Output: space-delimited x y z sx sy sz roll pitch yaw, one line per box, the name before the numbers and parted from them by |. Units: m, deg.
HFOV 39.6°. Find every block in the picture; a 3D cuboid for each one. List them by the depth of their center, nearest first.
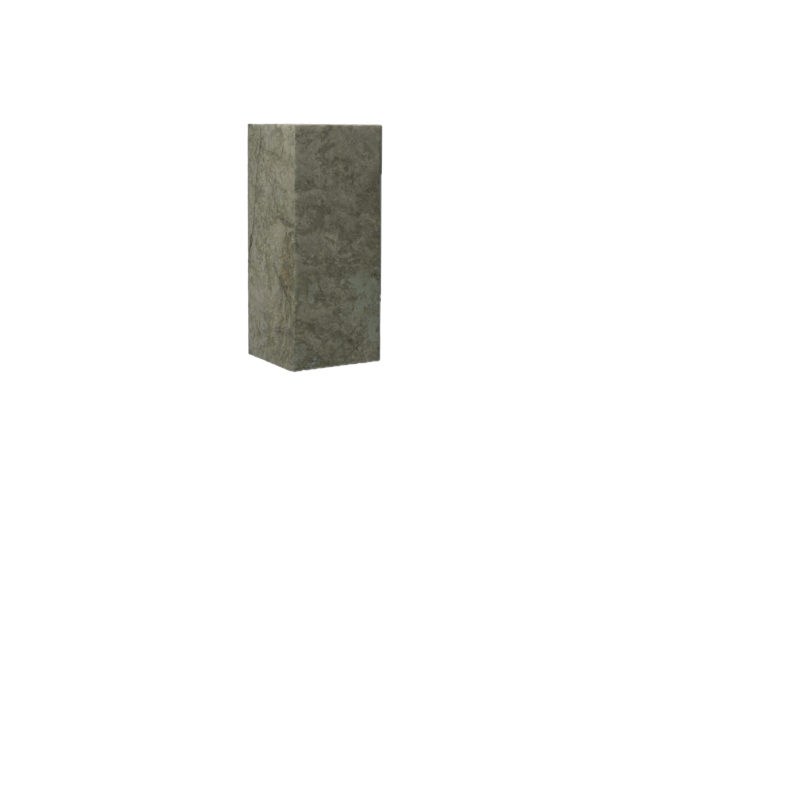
block | -0.076 -0.139 0.973 0.088 0.203 0.095 -4 9 -32
